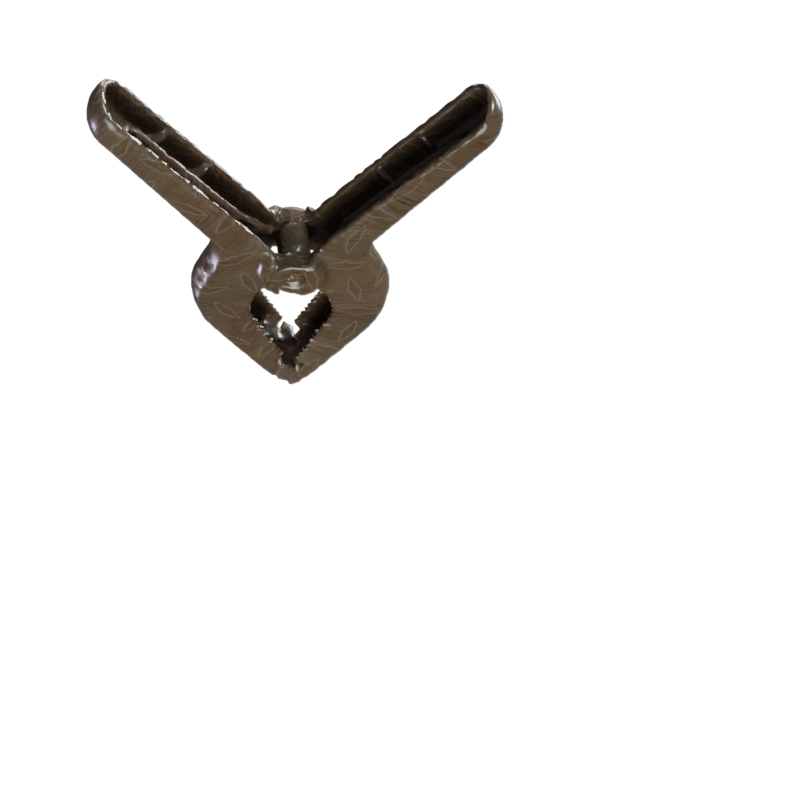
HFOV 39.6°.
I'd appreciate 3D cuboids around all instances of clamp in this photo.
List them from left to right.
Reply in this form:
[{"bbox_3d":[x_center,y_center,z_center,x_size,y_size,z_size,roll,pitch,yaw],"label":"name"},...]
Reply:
[{"bbox_3d":[-0.040,-0.072,0.508,0.165,0.039,0.196,-1,-32,2],"label":"clamp"}]
